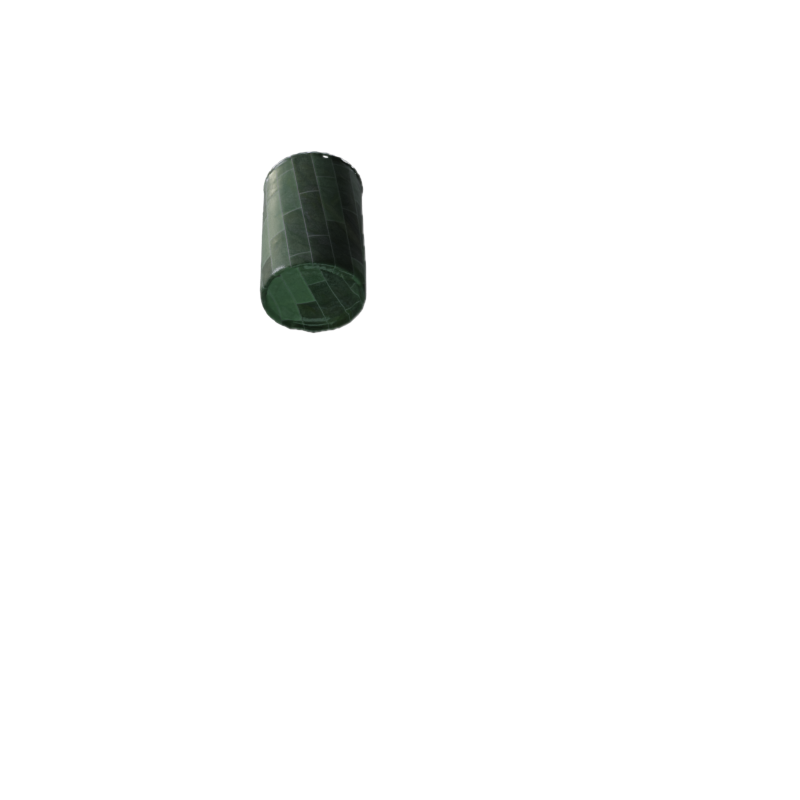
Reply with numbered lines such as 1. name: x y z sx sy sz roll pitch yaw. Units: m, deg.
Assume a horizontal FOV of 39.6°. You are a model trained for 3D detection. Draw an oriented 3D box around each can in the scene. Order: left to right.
1. can: -0.056 -0.103 0.719 0.068 0.110 0.064 -1 -41 -3
